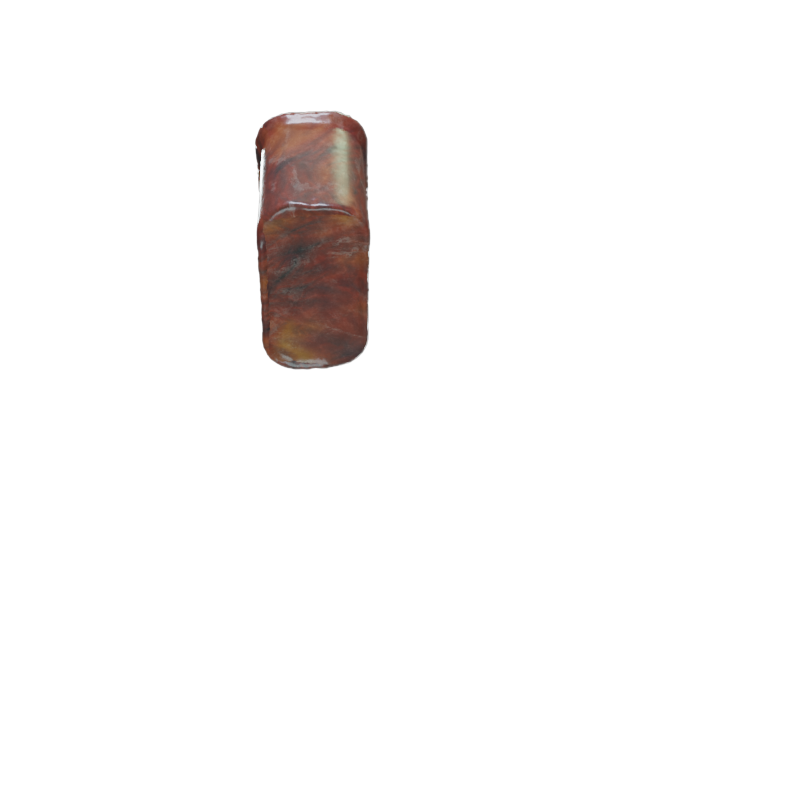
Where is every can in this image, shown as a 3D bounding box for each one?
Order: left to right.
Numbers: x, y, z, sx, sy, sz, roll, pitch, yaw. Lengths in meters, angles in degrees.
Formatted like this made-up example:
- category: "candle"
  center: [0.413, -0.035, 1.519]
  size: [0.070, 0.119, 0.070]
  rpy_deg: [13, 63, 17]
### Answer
- category: "can"
  center: [-0.043, -0.078, 0.549]
  size: [0.057, 0.095, 0.090]
  rpy_deg: [-1, 39, -2]
